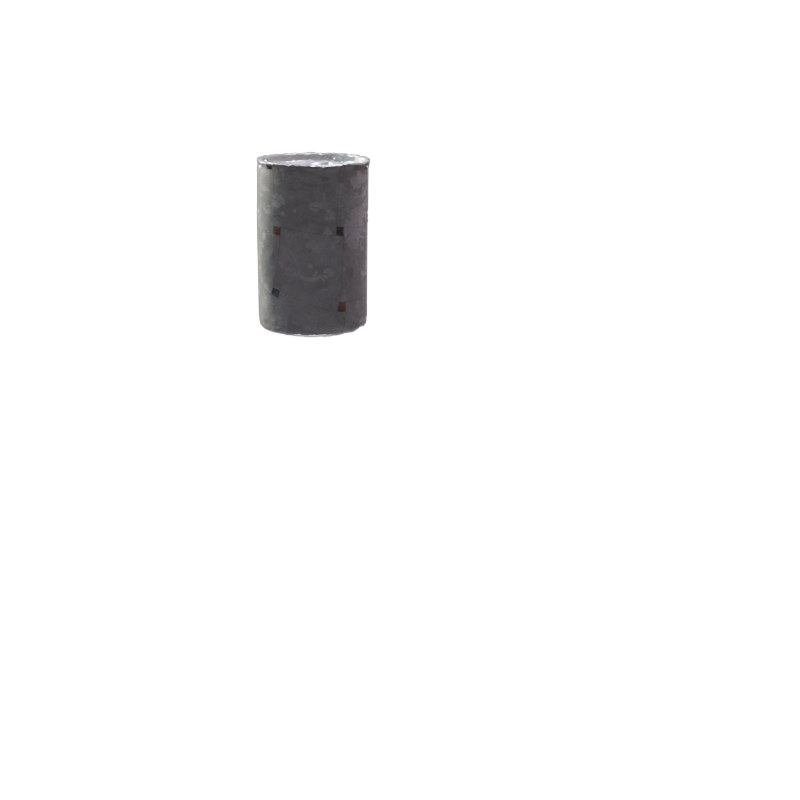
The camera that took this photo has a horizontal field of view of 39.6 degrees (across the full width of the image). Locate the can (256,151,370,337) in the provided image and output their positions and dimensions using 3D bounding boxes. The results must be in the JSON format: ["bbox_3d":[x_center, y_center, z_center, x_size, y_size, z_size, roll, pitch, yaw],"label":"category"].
[{"bbox_3d":[-0.052,-0.096,0.670,0.068,0.099,0.071,0,13,-2],"label":"can"}]
